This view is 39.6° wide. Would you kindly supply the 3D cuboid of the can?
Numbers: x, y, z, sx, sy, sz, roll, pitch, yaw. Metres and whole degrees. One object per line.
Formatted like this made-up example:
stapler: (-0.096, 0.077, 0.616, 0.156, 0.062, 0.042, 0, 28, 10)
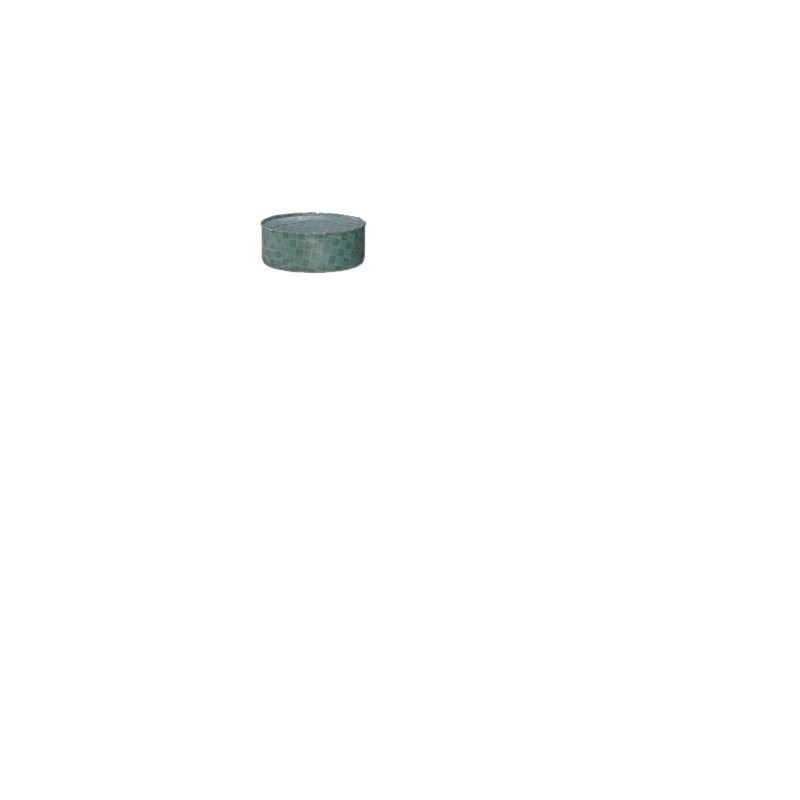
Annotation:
can: (-0.071, -0.129, 0.902, 0.086, 0.032, 0.089, -1, 19, -2)
